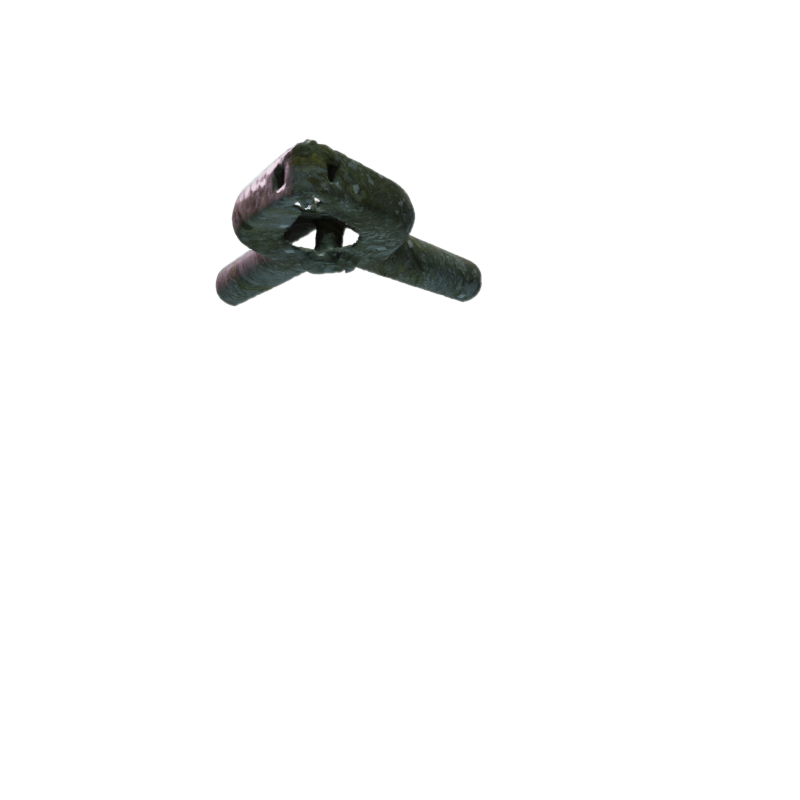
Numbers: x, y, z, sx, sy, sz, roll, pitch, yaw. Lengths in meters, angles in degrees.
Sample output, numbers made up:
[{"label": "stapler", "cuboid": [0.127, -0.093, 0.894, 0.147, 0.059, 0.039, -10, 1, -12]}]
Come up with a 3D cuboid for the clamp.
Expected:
[{"label": "clamp", "cuboid": [-0.048, -0.087, 0.611, 0.167, 0.038, 0.200, -2, -12, 12]}]
